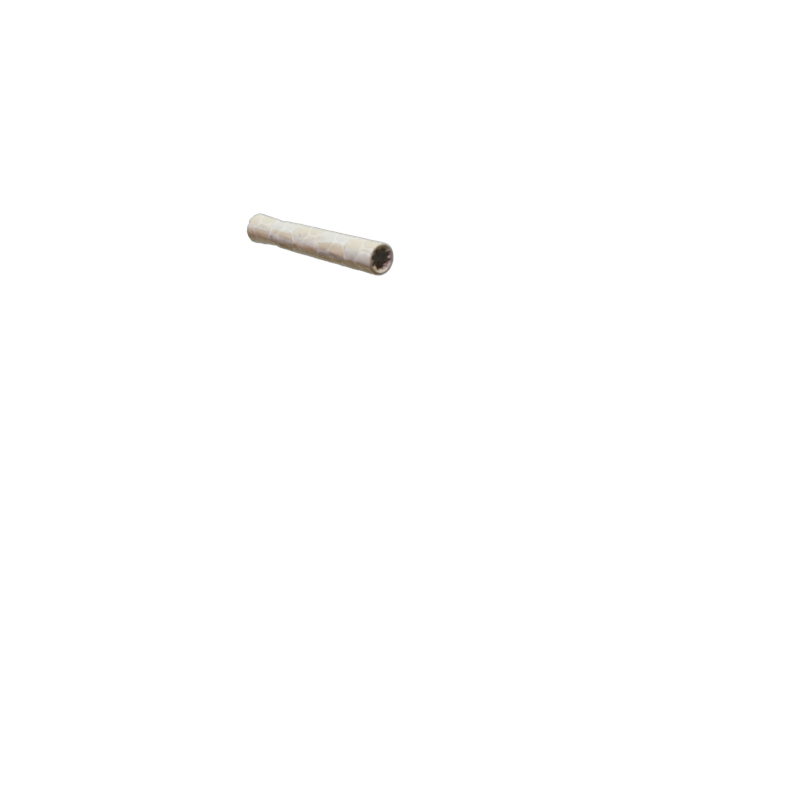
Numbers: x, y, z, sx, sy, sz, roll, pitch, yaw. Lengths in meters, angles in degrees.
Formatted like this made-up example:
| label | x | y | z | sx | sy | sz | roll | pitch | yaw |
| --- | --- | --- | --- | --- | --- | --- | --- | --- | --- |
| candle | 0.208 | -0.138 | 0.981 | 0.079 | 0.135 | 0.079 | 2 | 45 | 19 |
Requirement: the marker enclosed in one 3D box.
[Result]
| label | x | y | z | sx | sy | sz | roll | pitch | yaw |
| --- | --- | --- | --- | --- | --- | --- | --- | --- | --- |
| marker | -0.051 | -0.093 | 0.655 | 0.019 | 0.019 | 0.128 | -3 | 17 | -41 |
